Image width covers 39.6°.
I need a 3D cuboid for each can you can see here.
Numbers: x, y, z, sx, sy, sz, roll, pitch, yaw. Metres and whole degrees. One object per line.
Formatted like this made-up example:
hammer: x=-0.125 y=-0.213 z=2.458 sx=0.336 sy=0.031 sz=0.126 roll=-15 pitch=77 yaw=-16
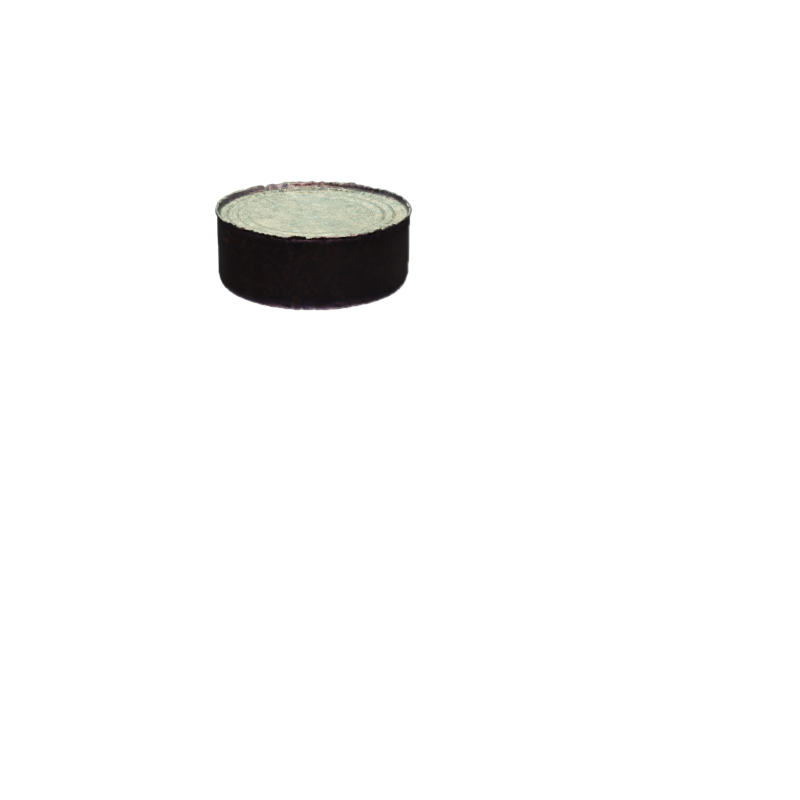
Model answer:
can: x=-0.038 y=-0.070 z=0.489 sx=0.086 sy=0.032 sz=0.090 roll=-1 pitch=25 yaw=-2
